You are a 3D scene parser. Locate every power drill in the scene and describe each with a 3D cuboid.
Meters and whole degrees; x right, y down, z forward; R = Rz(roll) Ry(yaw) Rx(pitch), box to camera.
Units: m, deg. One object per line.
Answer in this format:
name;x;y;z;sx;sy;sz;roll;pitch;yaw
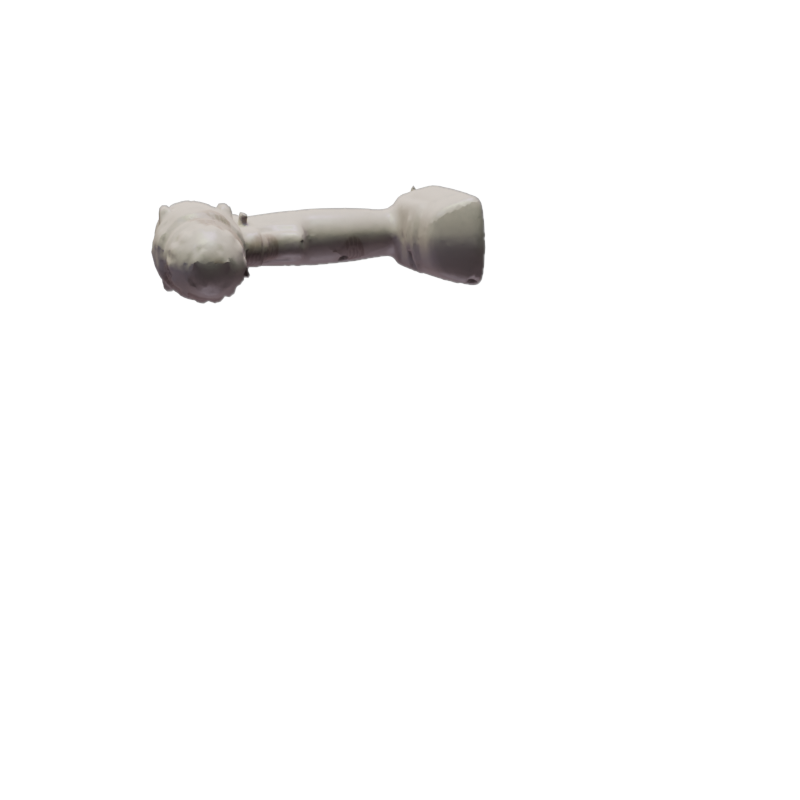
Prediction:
power drill;-0.051;-0.092;0.646;0.185;0.056;0.192;-3;15;-12
